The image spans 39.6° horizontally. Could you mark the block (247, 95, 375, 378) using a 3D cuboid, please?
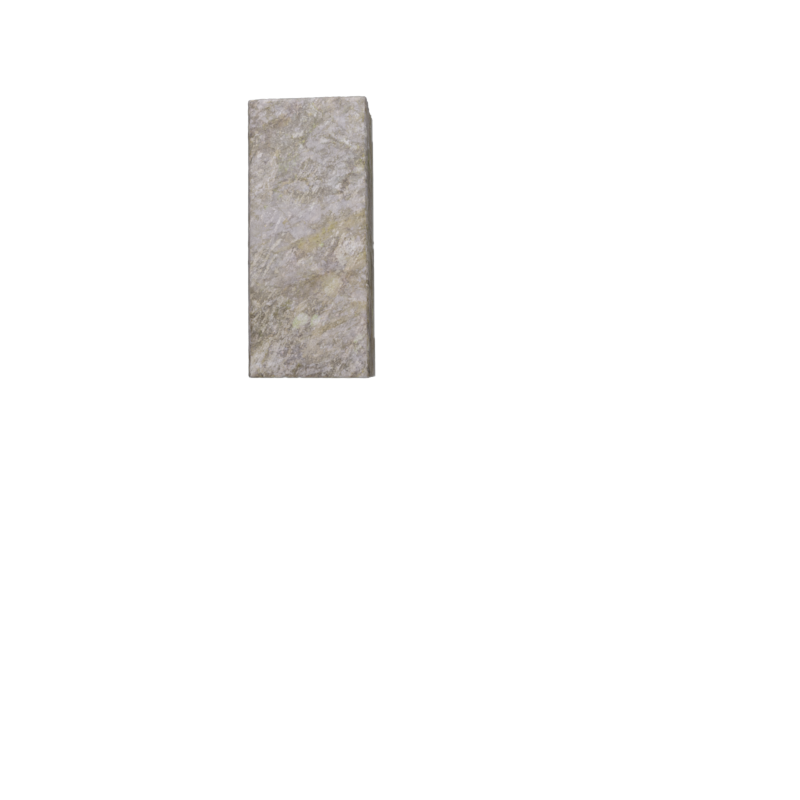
[{"bbox_3d":[-0.067,-0.121,0.850,0.091,0.209,0.088,-1,-5,4],"label":"block"}]
